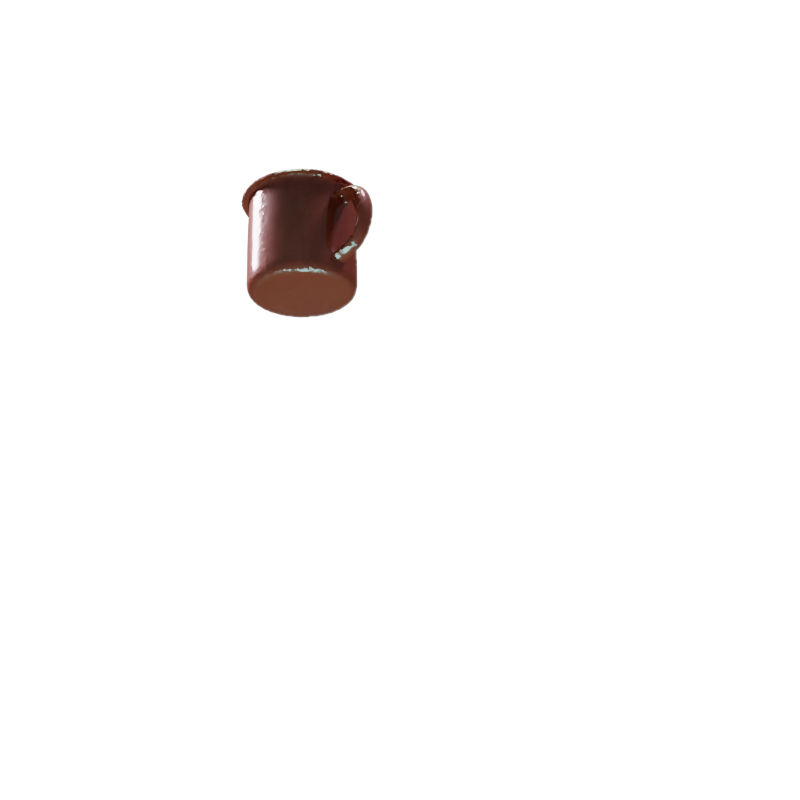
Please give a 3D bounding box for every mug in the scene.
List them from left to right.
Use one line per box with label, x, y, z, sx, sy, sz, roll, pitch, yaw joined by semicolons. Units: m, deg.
mug;-0.065;-0.118;0.825;0.118;0.087;0.087;-23;-34;37
